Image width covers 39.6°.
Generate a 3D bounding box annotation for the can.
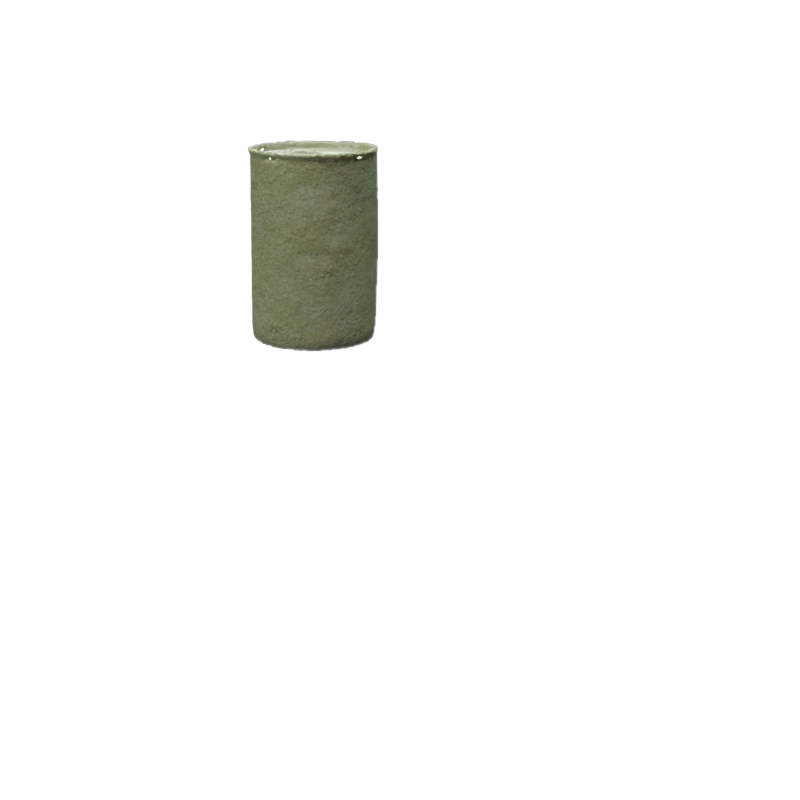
[{"bbox_3d":[-0.046,-0.084,0.588,0.068,0.099,0.071,0,14,-2],"label":"can"}]
